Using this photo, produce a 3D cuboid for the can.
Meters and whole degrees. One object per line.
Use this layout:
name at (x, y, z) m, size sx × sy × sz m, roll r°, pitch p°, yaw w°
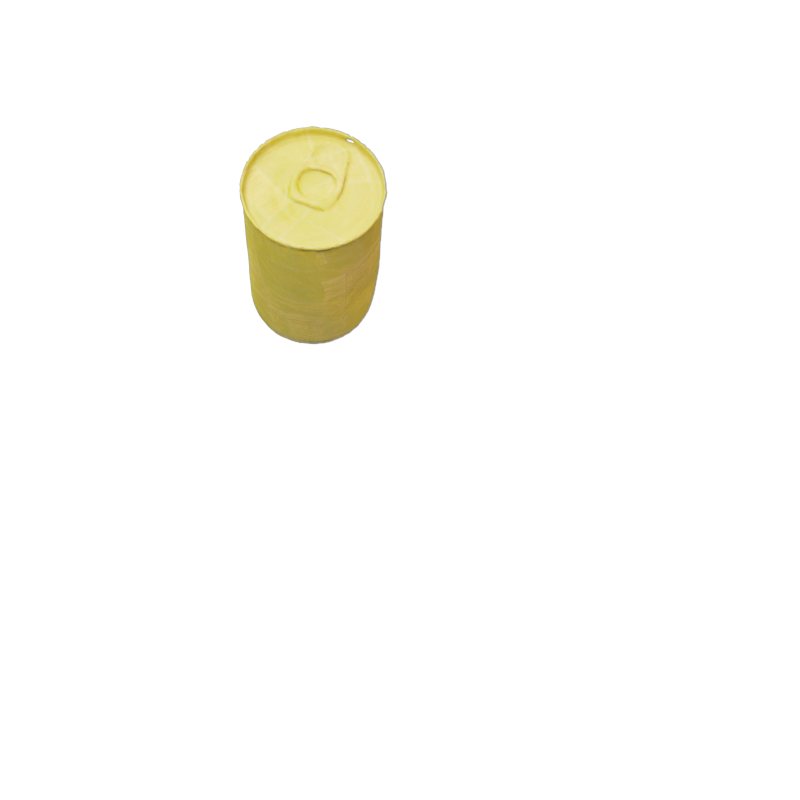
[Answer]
can at (-0.043, -0.079, 0.552) m, size 0.068 × 0.073 × 0.096 m, roll 0°, pitch -26°, yaw -3°
